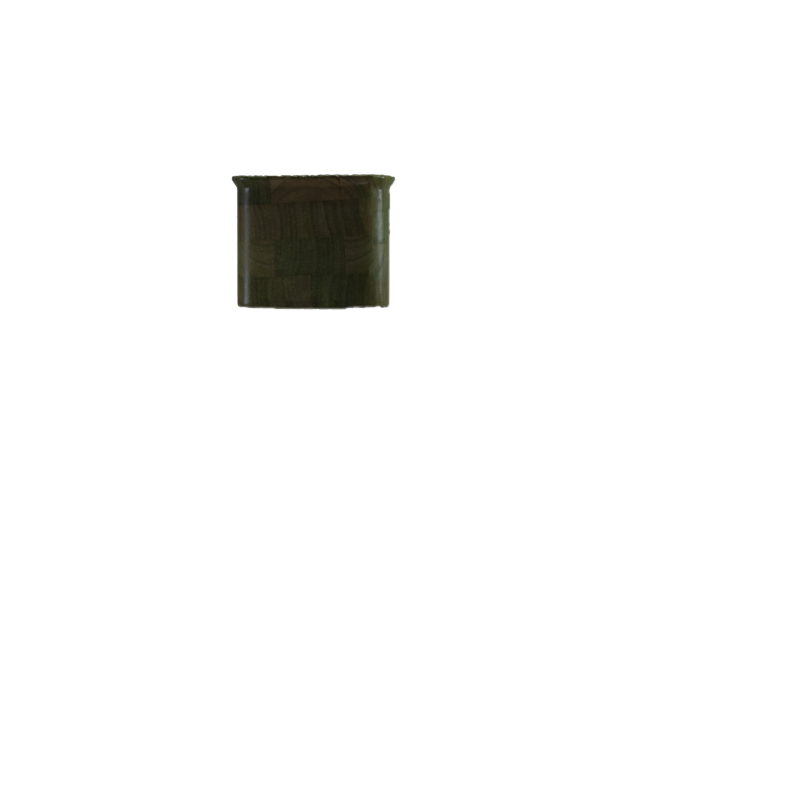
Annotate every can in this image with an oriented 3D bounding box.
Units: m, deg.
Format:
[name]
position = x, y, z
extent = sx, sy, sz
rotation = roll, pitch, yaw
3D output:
[can]
position = -0.055, -0.101, 0.709
extent = 0.104, 0.084, 0.057
rotation = 1, 3, 14
